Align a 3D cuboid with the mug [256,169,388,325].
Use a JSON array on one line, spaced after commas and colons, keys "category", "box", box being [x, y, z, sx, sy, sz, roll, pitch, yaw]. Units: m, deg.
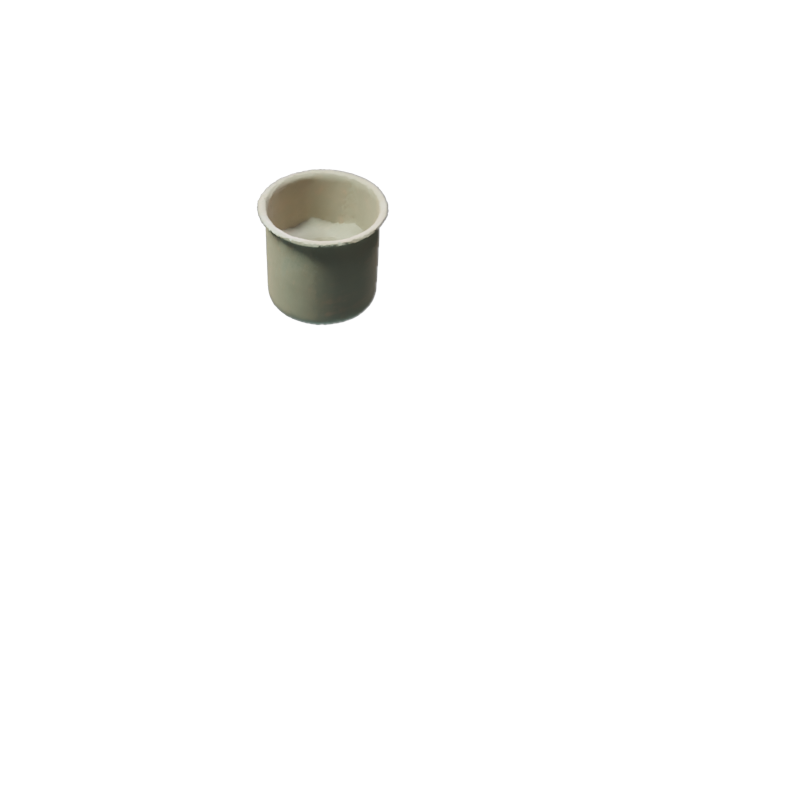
[{"category": "mug", "box": [-0.064, -0.116, 0.816, 0.093, 0.076, 0.126, -25, 48, -26]}]
